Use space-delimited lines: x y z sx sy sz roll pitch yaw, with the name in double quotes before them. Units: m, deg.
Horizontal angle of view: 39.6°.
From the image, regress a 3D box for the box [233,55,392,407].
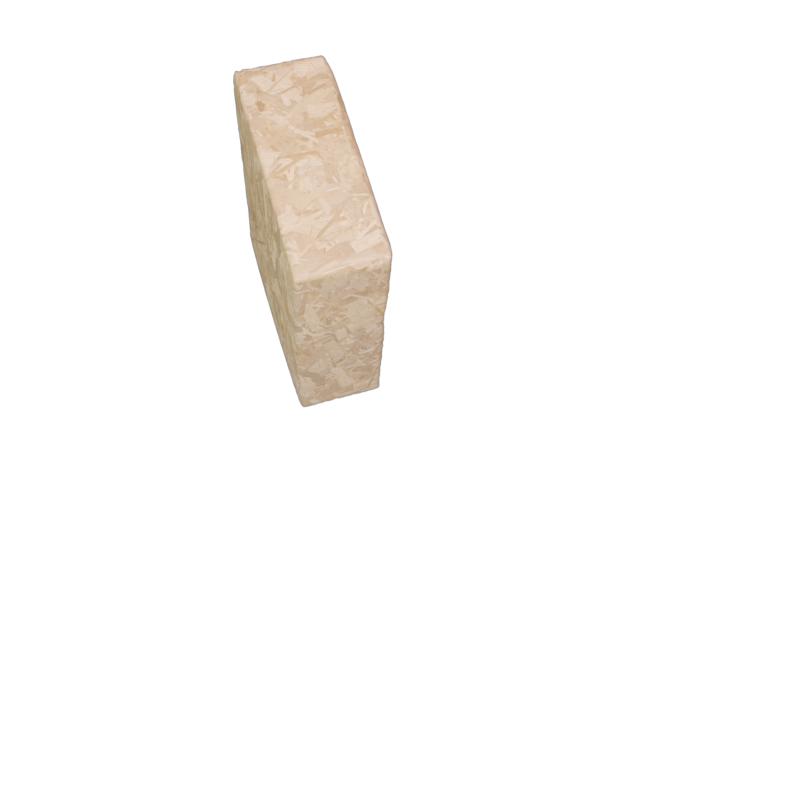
"box" -0.061 -0.112 0.784 0.071 0.175 0.202 -14 -23 -10
